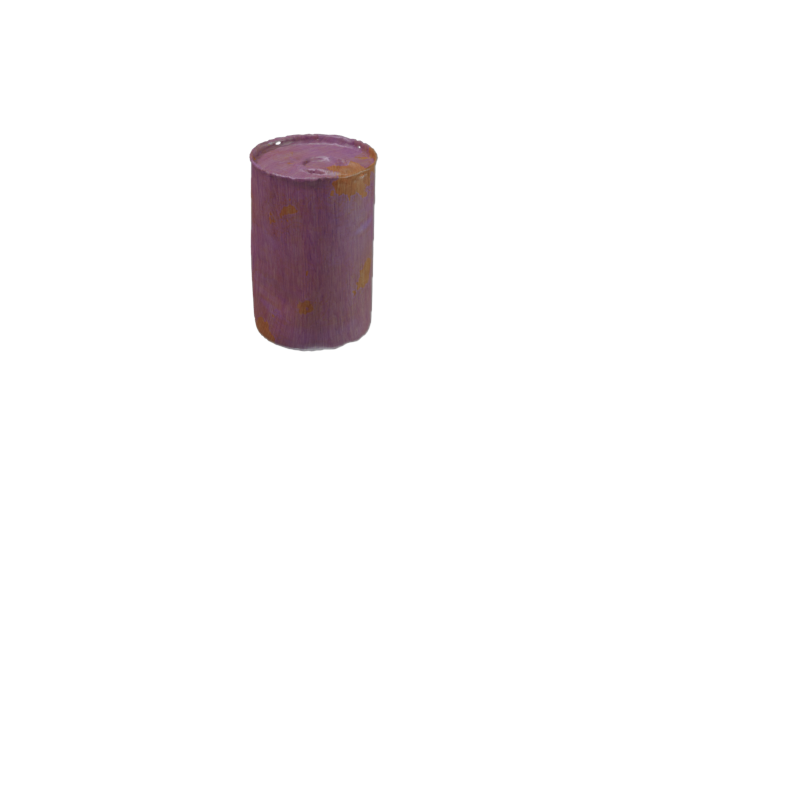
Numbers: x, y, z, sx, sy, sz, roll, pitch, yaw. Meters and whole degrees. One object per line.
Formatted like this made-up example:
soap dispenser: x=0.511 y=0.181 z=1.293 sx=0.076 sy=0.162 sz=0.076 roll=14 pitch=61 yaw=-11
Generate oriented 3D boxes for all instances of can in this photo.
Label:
can: x=-0.047 y=-0.087 z=0.606 sx=0.068 sy=0.097 sz=0.073 roll=0 pitch=27 yaw=-2
